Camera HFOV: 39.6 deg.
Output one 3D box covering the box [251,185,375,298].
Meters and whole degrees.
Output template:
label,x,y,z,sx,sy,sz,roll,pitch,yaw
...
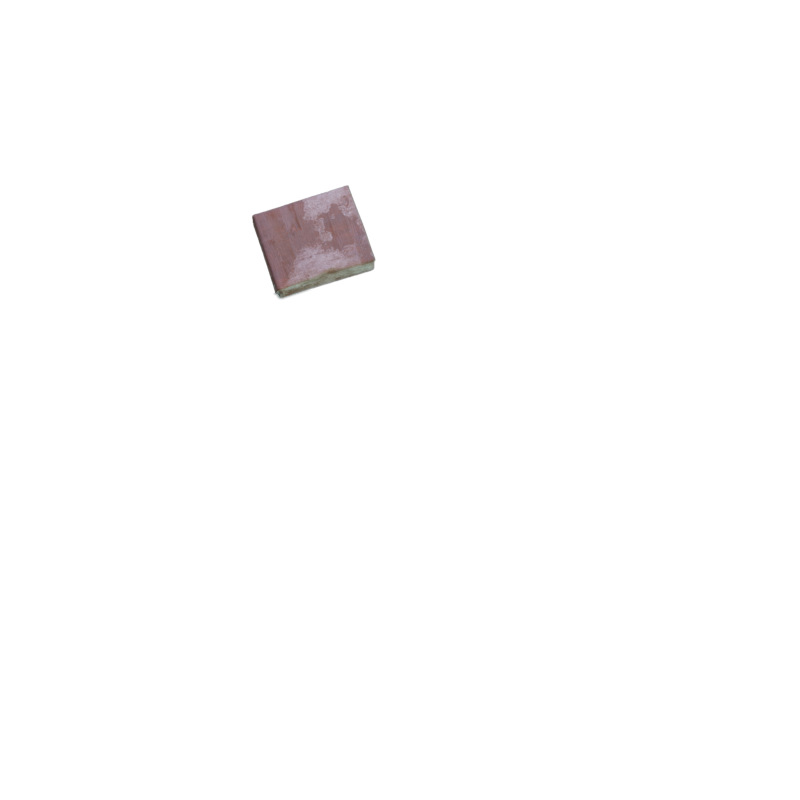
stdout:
label,x,y,z,sx,sy,sz,roll,pitch,yaw
box,-0.074,-0.135,0.949,0.089,0.077,0.029,-18,-18,-7
